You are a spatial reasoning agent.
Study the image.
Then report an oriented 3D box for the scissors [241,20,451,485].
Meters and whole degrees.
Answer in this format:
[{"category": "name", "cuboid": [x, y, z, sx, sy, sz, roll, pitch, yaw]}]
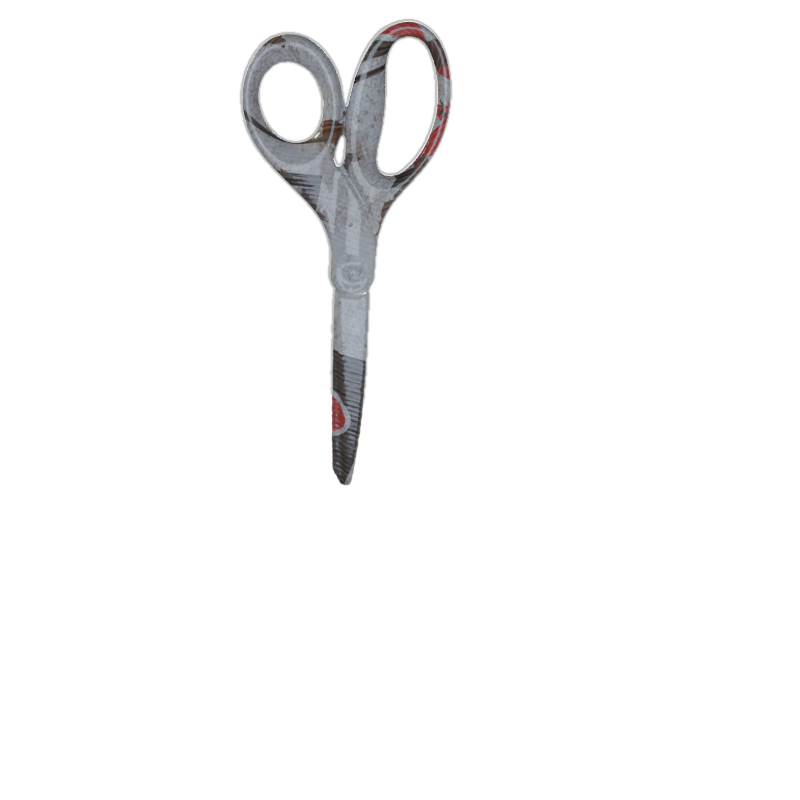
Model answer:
[{"category": "scissors", "cuboid": [-0.037, -0.068, 0.474, 0.095, 0.198, 0.016, 18, 9, -3]}]
